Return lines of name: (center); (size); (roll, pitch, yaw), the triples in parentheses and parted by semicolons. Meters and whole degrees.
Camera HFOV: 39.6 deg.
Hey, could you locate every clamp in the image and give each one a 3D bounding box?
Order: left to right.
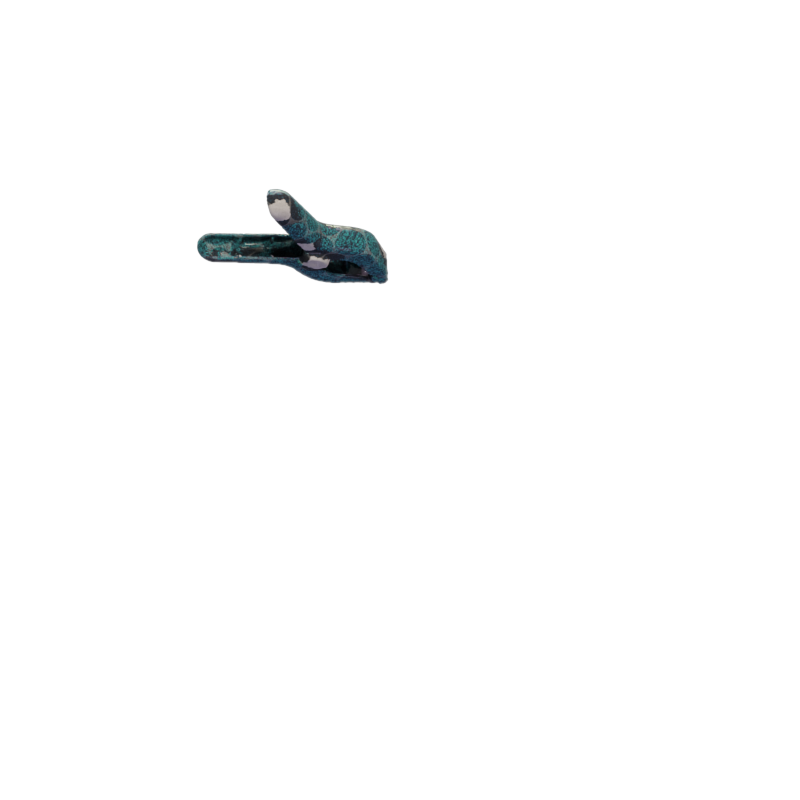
clamp: (-0.074, -0.135, 0.945); (0.165, 0.041, 0.120); (6, -14, -28)
